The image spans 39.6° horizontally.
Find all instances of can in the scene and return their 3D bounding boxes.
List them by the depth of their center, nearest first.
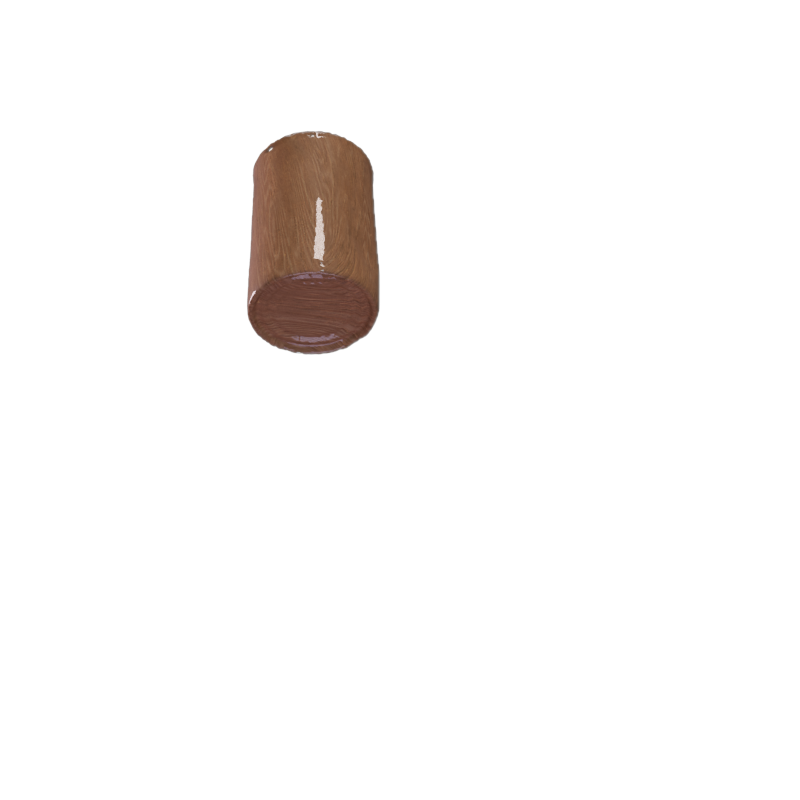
[{"bbox_3d":[-0.046,-0.084,0.588,0.068,0.110,0.064,-1,-40,-3],"label":"can"}]
